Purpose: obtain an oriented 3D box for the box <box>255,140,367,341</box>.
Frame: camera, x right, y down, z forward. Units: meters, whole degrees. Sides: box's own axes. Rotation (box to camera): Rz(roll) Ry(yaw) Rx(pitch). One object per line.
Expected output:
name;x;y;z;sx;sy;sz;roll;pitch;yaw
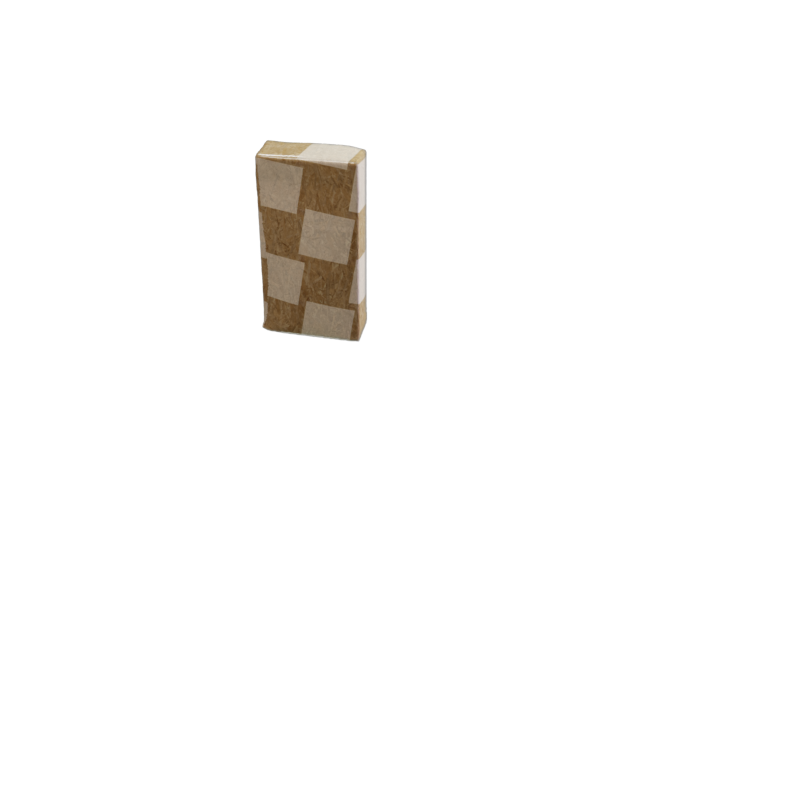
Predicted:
box;-0.077;-0.141;0.987;0.095;0.167;0.050;7;27;11
